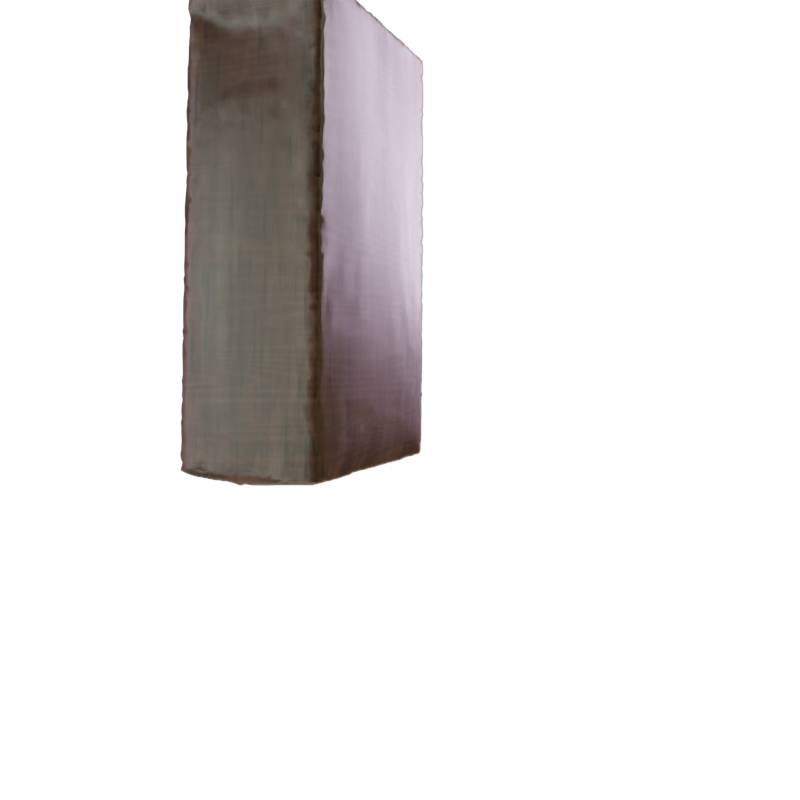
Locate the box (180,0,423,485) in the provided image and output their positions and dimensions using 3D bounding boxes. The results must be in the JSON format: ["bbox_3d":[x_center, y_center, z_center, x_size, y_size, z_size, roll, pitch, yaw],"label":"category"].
[{"bbox_3d":[-0.041,-0.076,0.530,0.073,0.216,0.159,-2,-3,17],"label":"box"}]
